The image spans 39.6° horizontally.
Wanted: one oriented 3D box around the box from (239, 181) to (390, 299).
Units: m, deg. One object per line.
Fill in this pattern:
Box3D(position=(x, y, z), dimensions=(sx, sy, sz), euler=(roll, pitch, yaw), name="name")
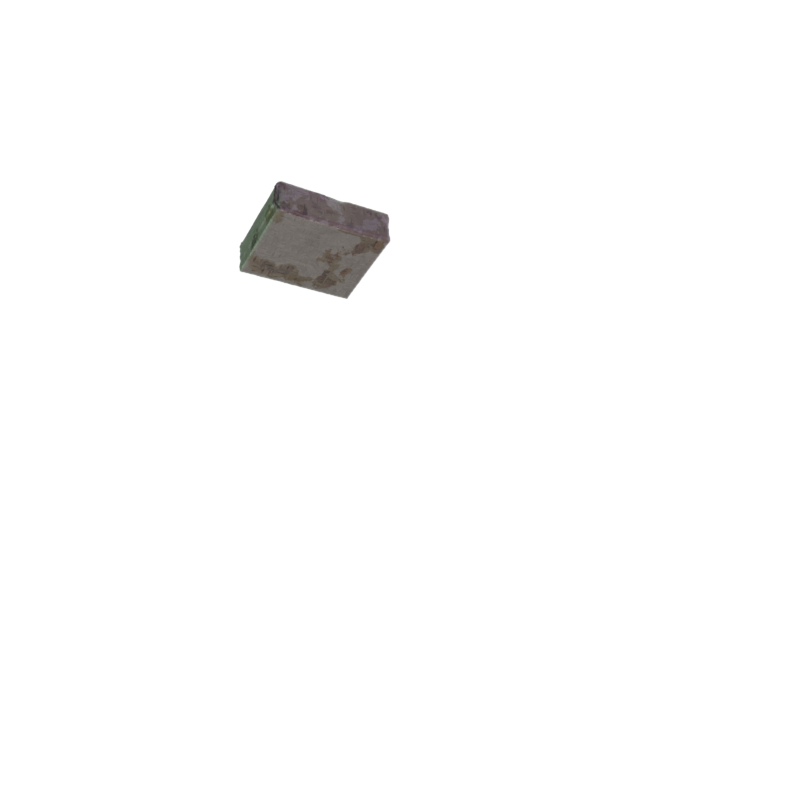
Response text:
Box3D(position=(-0.063, -0.114, 0.797), dimensions=(0.086, 0.032, 0.071), euler=(15, -40, -20), name="box")
